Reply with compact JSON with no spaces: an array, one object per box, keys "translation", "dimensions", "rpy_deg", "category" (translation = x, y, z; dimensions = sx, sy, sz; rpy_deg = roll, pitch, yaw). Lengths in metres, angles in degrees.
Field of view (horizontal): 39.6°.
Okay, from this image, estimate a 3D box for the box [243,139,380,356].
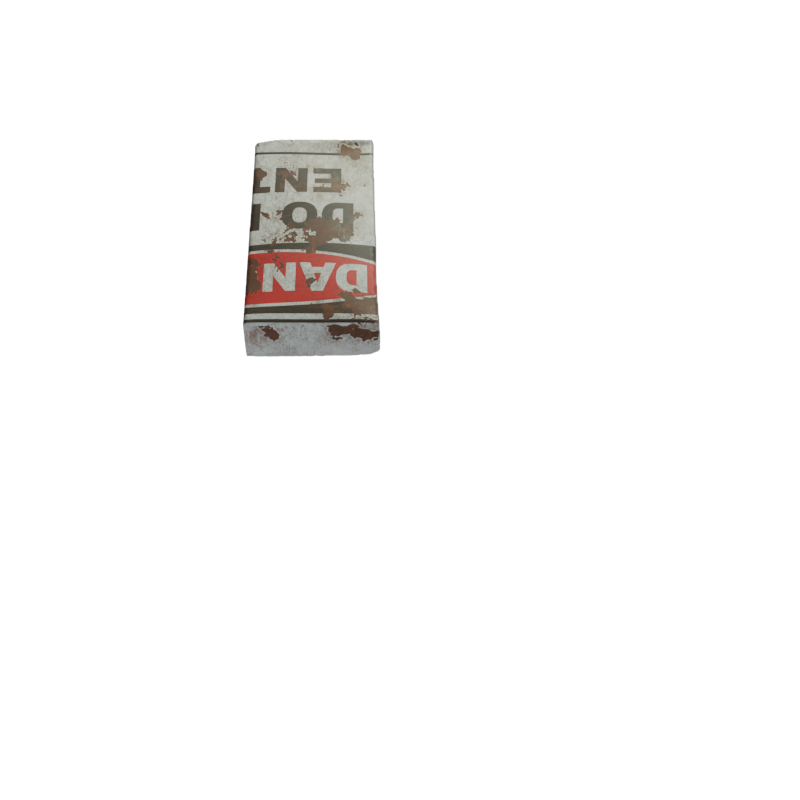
[{"translation":[-0.063,-0.115,0.804],"dimensions":[0.093,0.189,0.045],"rpy_deg":[-2,-35,-1],"category":"box"}]
